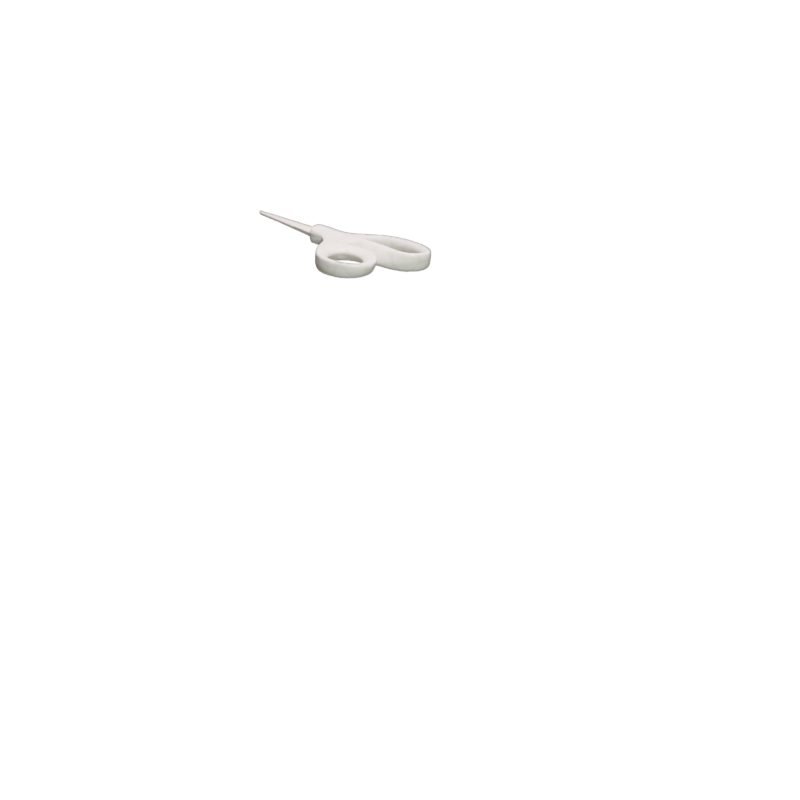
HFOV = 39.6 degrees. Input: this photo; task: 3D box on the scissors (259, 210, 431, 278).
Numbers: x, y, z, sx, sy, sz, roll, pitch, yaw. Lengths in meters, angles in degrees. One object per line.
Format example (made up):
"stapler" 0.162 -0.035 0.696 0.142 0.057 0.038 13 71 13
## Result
"scissors" -0.069 -0.127 0.886 0.213 0.015 0.095 17 28 36
